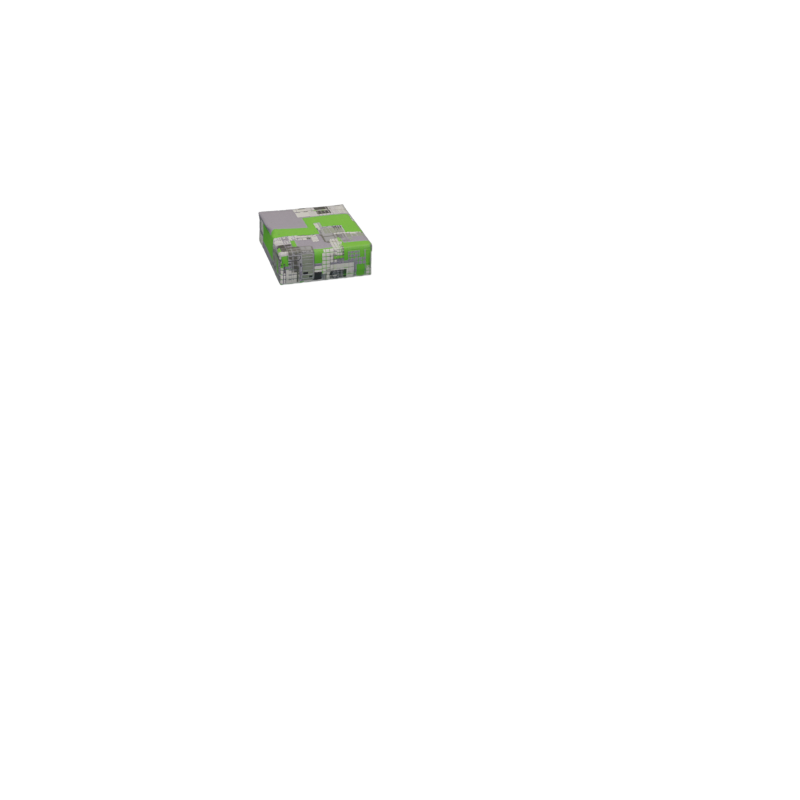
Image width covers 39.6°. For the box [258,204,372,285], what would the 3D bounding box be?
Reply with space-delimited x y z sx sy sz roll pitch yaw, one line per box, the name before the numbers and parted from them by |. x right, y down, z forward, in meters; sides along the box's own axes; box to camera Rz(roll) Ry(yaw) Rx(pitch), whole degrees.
box | -0.069 -0.125 0.877 0.072 0.028 0.096 -7 31 -13
